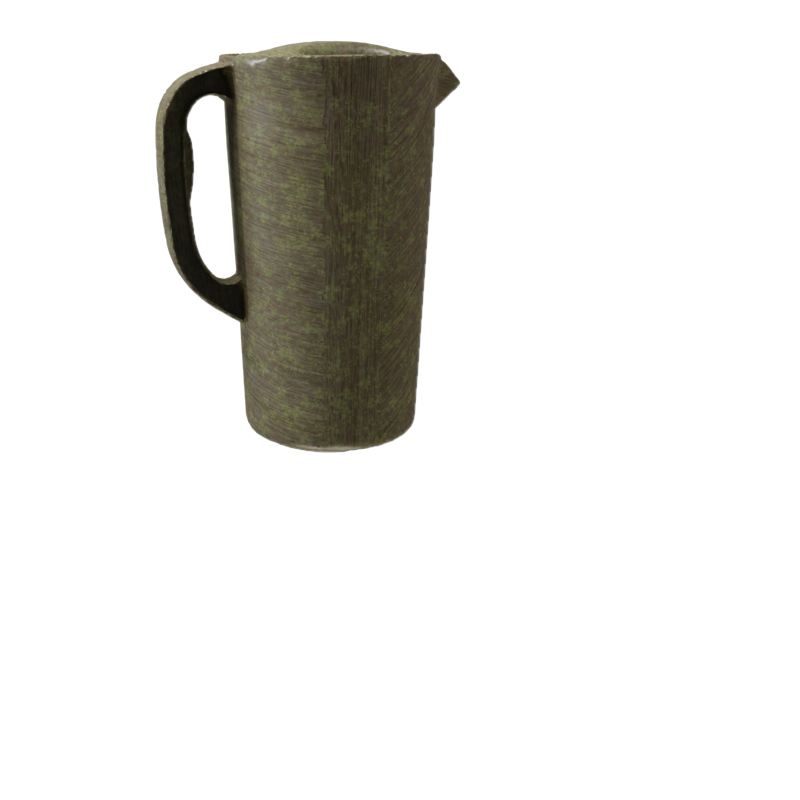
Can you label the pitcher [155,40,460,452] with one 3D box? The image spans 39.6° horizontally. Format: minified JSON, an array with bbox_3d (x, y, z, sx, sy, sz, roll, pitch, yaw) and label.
[{"bbox_3d":[-0.053,-0.097,0.682,0.154,0.237,0.144,6,13,23],"label":"pitcher"}]
